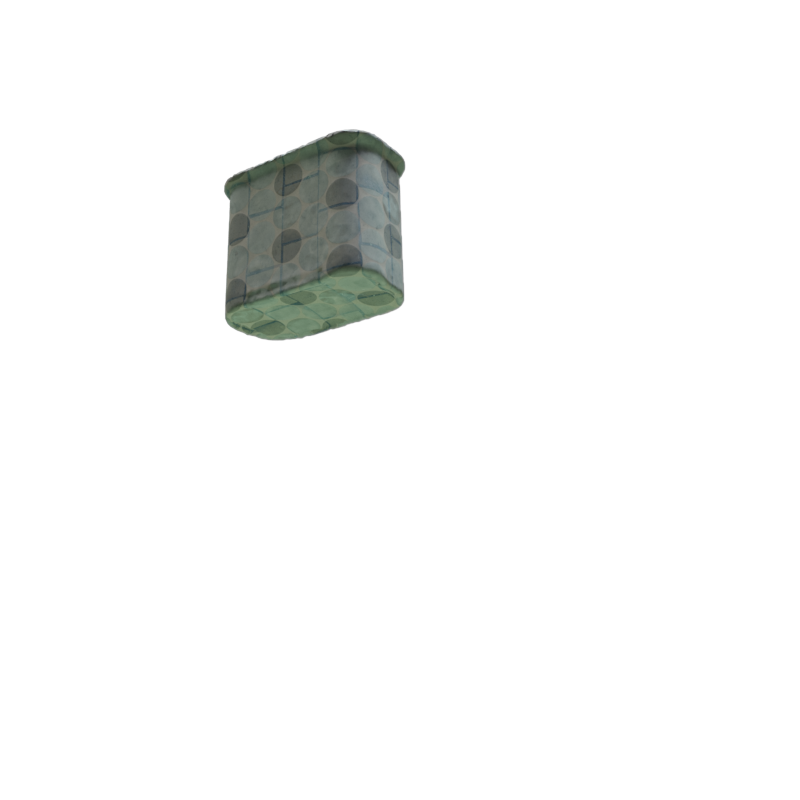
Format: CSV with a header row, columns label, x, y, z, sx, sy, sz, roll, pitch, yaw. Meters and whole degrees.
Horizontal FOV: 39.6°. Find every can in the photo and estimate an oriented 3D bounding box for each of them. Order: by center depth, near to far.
label,x,y,z,sx,sy,sz,roll,pitch,yaw
can,-0.047,-0.085,0.595,0.103,0.089,0.053,-16,-30,30
